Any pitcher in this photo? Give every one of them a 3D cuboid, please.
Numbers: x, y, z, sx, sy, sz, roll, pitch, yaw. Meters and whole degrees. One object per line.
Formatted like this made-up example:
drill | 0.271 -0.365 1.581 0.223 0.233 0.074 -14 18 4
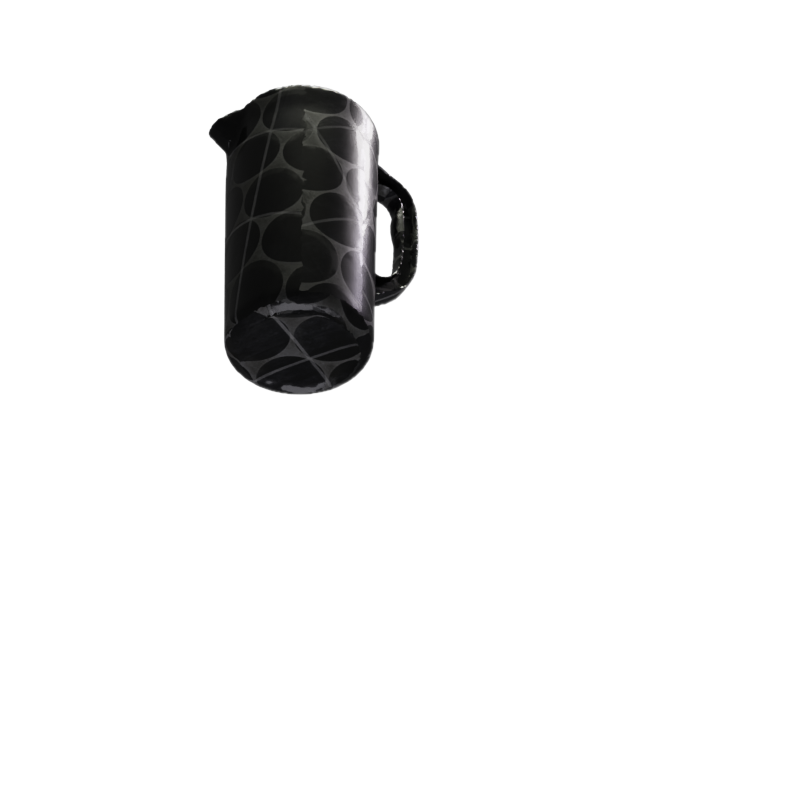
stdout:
pitcher | -0.069 -0.125 0.877 0.150 0.261 0.134 -13 -43 10
